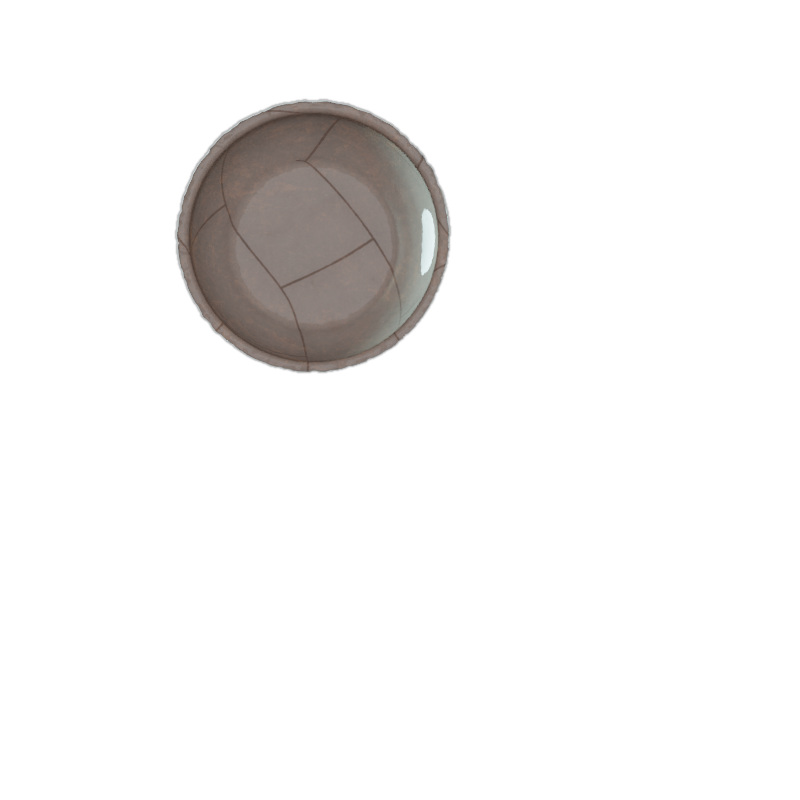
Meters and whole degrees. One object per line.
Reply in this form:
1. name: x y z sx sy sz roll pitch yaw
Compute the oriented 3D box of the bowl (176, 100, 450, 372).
1. bowl: -0.049 -0.090 0.631 0.162 0.160 0.056 0 6 0
